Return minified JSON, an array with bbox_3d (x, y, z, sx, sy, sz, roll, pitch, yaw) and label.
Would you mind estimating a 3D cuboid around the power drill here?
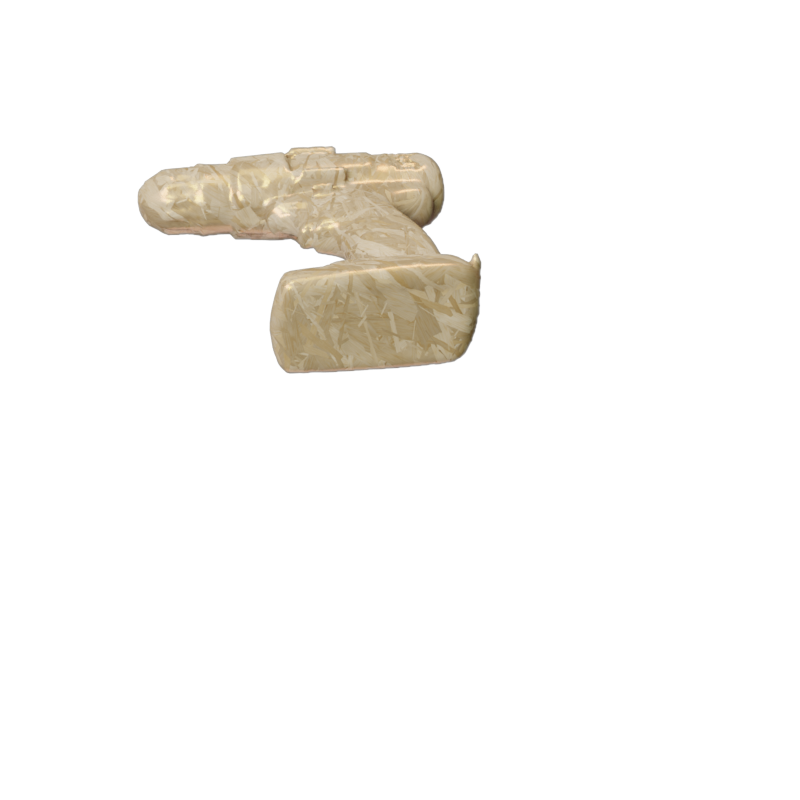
[{"bbox_3d":[-0.048,-0.087,0.607,0.182,0.054,0.202,-7,33,-11],"label":"power drill"}]
